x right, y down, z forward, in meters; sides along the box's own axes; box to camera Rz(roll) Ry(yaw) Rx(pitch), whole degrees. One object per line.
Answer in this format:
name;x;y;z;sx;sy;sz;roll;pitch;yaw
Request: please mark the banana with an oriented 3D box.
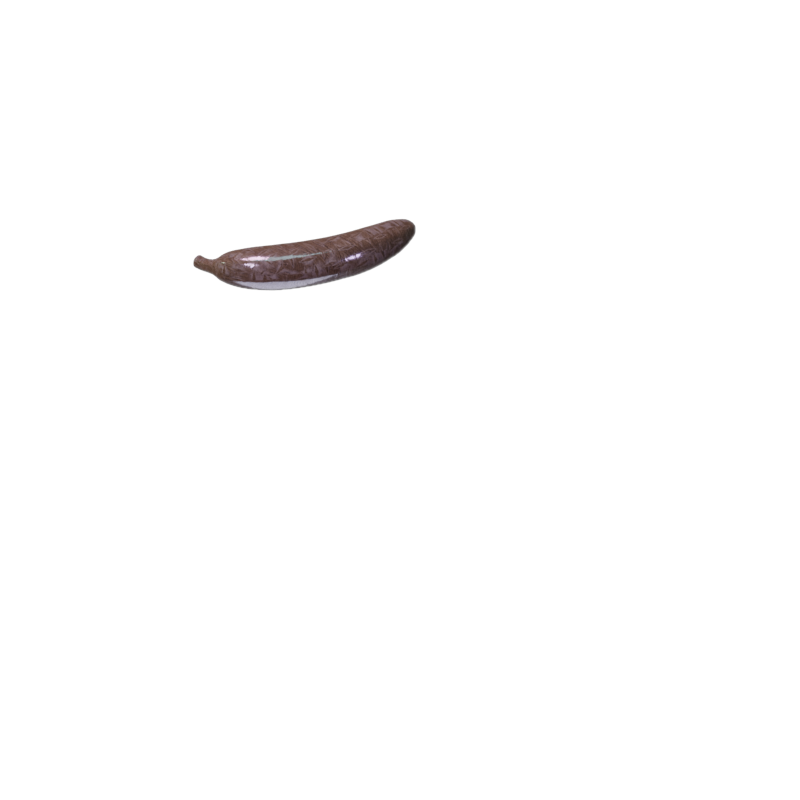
banana;-0.072;-0.124;0.935;0.195;0.034;0.075;-10;37;-13
